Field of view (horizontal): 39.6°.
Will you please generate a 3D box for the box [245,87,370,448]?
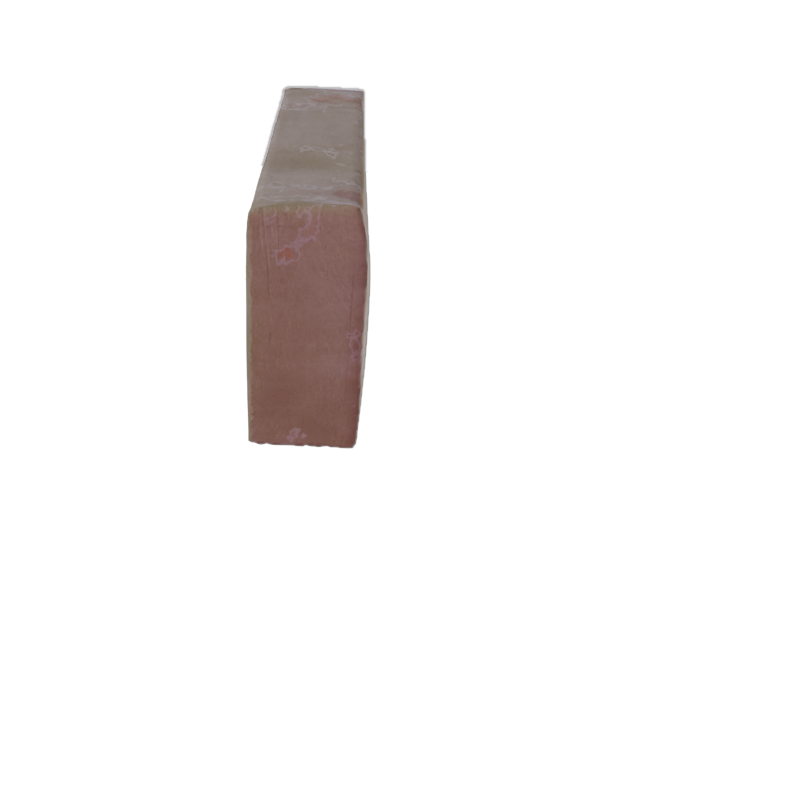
[{"bbox_3d":[-0.037,-0.066,0.464,0.048,0.089,0.186,1,26,-5],"label":"box"}]
